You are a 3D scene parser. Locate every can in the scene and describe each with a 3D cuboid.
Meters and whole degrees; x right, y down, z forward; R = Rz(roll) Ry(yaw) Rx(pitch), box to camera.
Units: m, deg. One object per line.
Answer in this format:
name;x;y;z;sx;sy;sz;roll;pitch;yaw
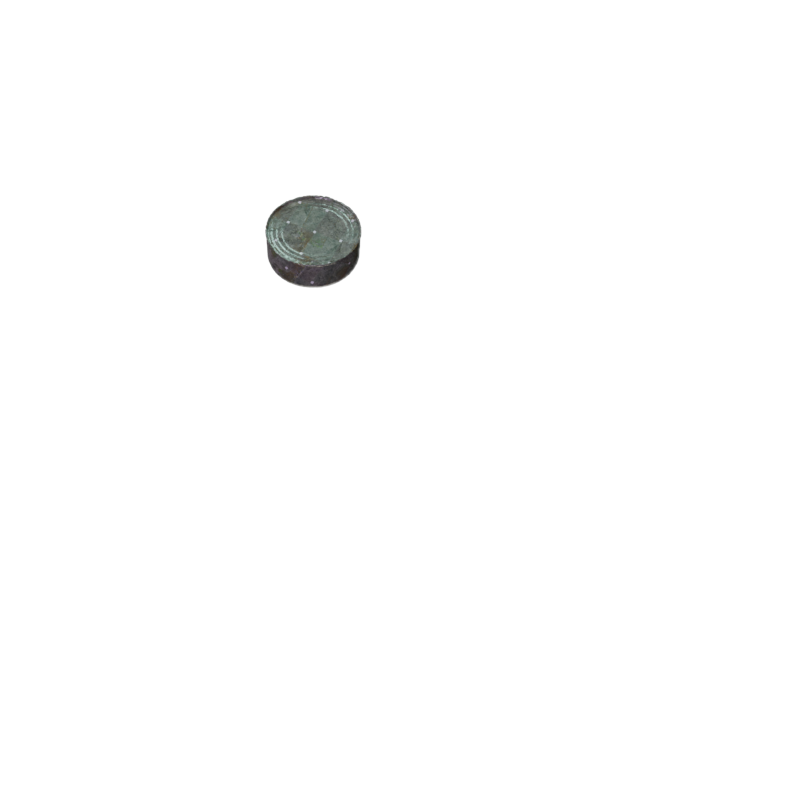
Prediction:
can;-0.078;-0.143;0.999;0.086;0.092;0.031;-1;-39;-1
